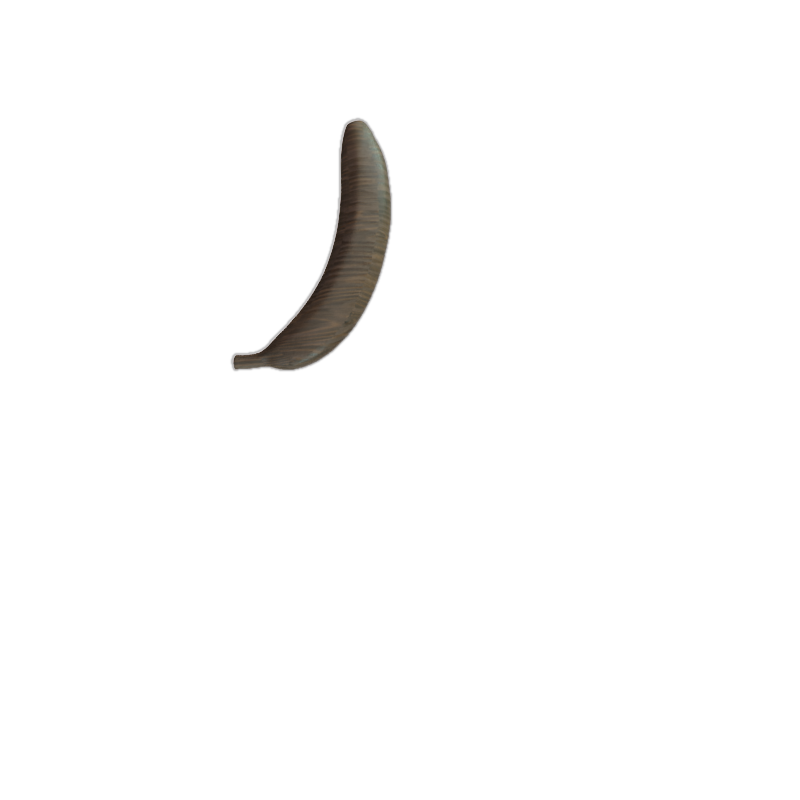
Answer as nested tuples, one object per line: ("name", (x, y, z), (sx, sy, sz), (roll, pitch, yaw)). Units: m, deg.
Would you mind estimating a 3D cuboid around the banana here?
("banana", (-0.045, -0.099, 0.770), (0.070, 0.201, 0.036), (25, -9, 3))
